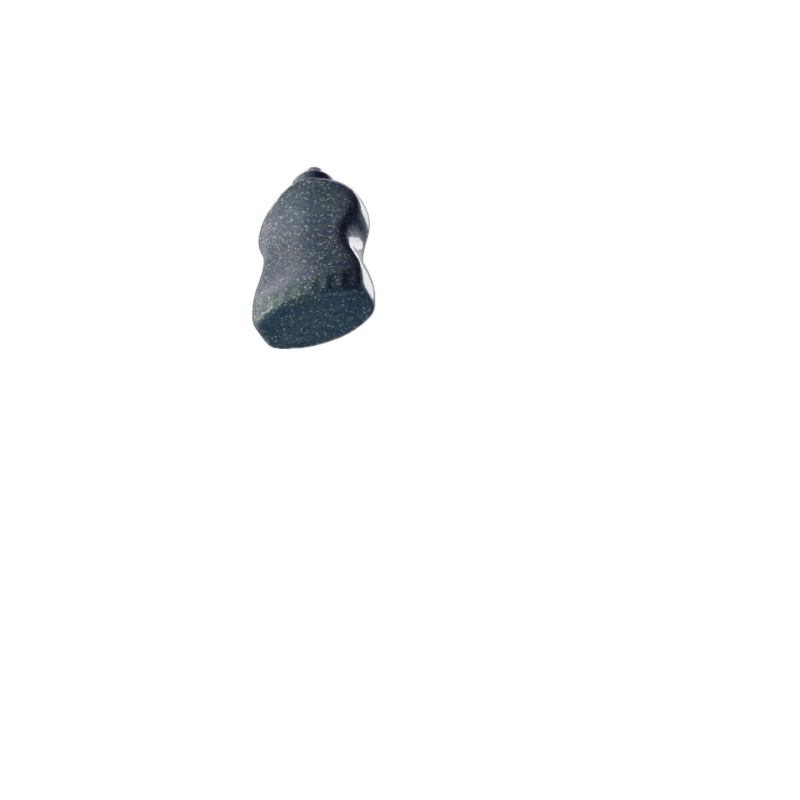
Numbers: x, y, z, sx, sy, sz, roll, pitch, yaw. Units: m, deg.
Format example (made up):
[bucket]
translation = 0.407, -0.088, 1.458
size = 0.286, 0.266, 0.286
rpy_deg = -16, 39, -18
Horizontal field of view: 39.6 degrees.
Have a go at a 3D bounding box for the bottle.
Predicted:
[bottle]
translation = -0.073, -0.132, 0.929
size = 0.097, 0.206, 0.054
rpy_deg = -20, -47, 16
